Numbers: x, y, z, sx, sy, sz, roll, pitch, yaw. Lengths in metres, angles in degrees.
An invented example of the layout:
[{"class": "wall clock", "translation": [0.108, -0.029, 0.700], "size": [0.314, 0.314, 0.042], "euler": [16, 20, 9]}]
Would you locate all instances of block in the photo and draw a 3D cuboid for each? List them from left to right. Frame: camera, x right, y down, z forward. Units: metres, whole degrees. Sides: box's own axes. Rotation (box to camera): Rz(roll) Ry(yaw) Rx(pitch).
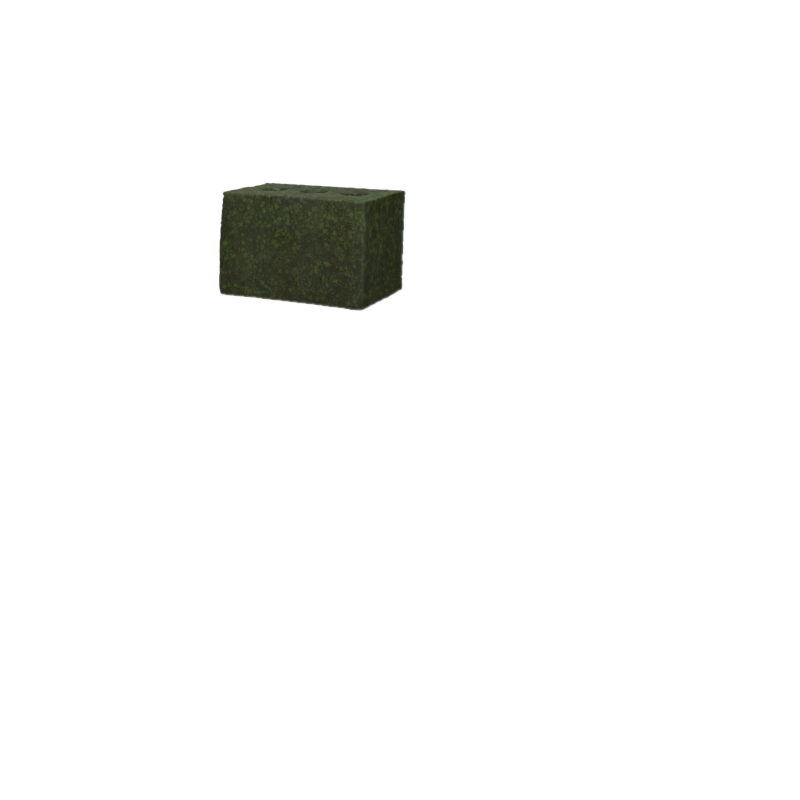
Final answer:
[{"class": "block", "translation": [-0.042, -0.077, 0.541], "size": [0.081, 0.050, 0.052], "euler": [7, 16, 23]}]
